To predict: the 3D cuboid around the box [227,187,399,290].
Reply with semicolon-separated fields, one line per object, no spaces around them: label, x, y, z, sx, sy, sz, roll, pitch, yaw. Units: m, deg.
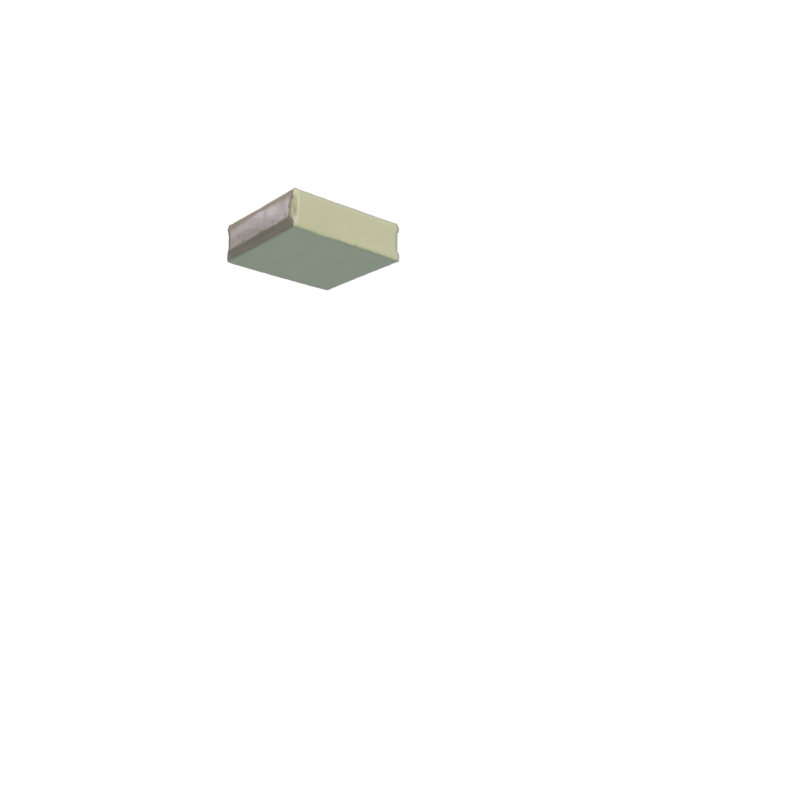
box;-0.056;-0.103;0.723;0.085;0.032;0.074;13;-21;-38
